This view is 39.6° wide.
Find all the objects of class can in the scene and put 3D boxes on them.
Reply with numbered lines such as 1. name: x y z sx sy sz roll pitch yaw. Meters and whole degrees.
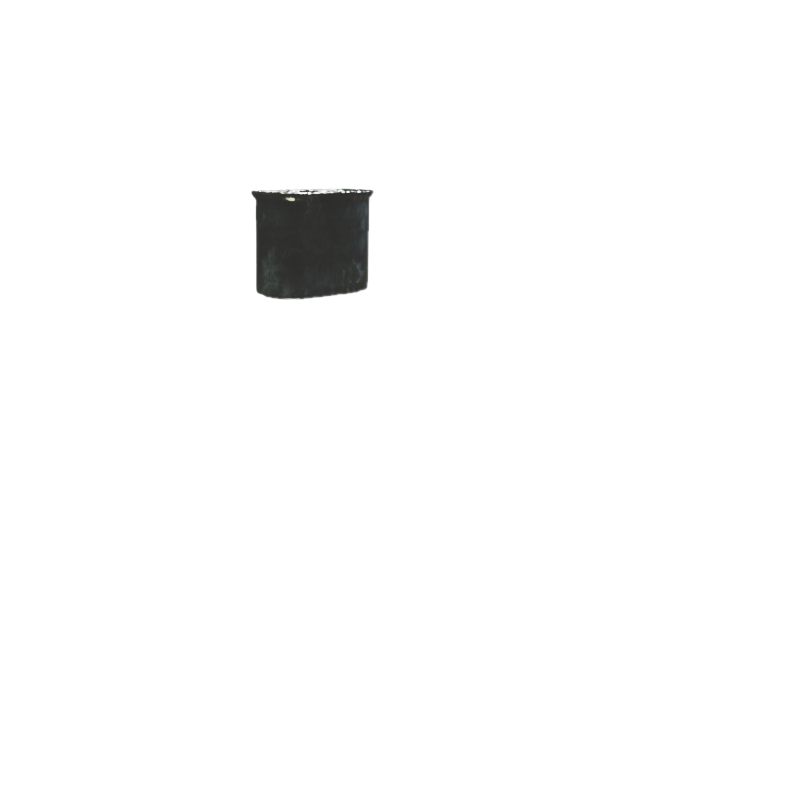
1. can: -0.070 -0.128 0.898 0.099 0.083 0.060 -9 12 -44
